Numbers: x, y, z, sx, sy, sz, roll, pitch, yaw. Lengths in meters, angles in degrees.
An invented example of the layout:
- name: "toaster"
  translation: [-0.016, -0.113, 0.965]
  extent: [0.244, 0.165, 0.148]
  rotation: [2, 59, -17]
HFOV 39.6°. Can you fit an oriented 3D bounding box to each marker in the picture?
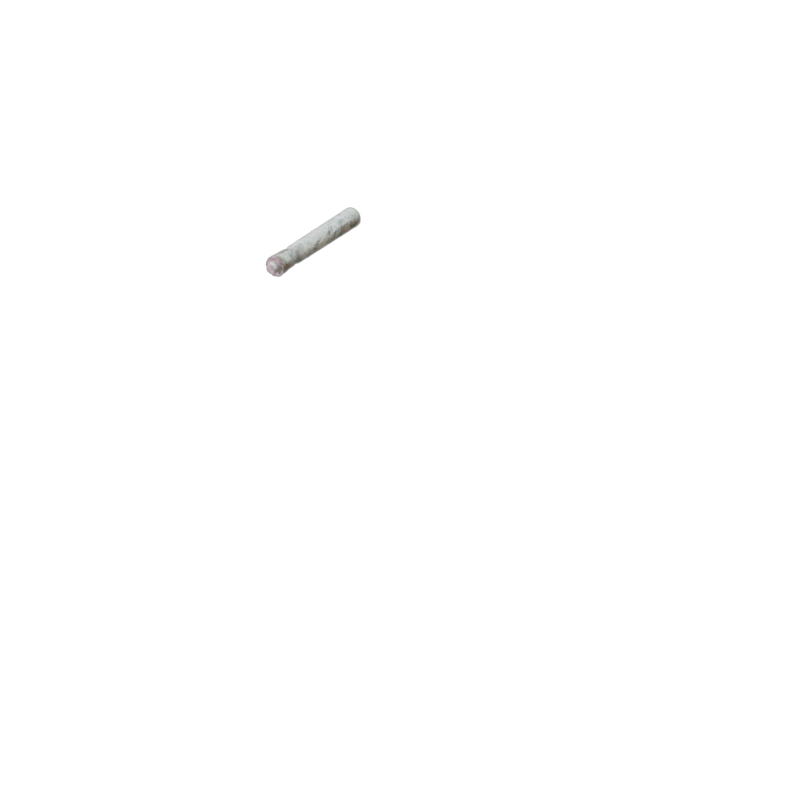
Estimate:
- name: "marker"
  translation: [-0.075, -0.136, 0.956]
  extent: [0.020, 0.019, 0.122]
  rotation: [2, 29, 36]
